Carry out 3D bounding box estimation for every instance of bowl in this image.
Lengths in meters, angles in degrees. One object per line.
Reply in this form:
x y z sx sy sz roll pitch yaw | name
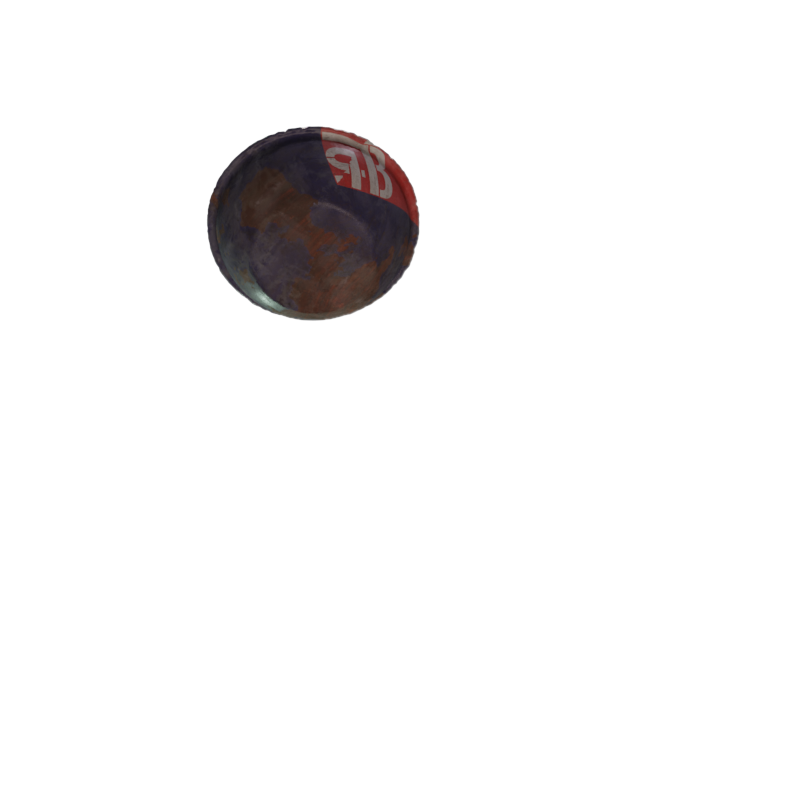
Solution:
-0.064 -0.117 0.817 0.162 0.153 0.058 1 28 -1 | bowl
